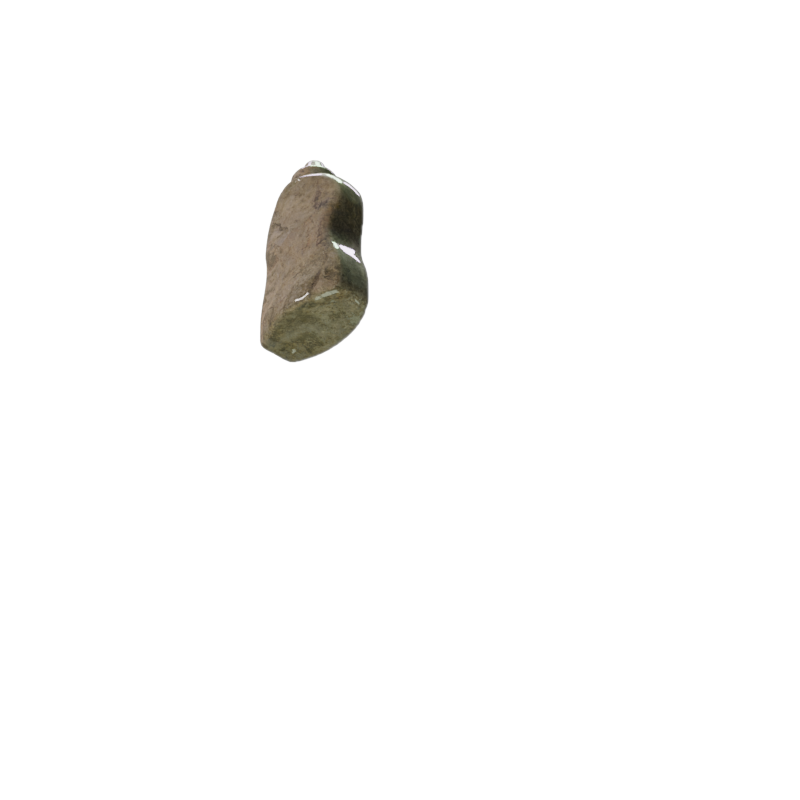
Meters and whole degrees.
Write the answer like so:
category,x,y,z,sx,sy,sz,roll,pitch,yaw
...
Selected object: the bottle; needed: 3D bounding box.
category,x,y,z,sx,sy,sz,roll,pitch,yaw
bottle,-0.070,-0.129,0.904,0.055,0.206,0.095,30,-52,-31
